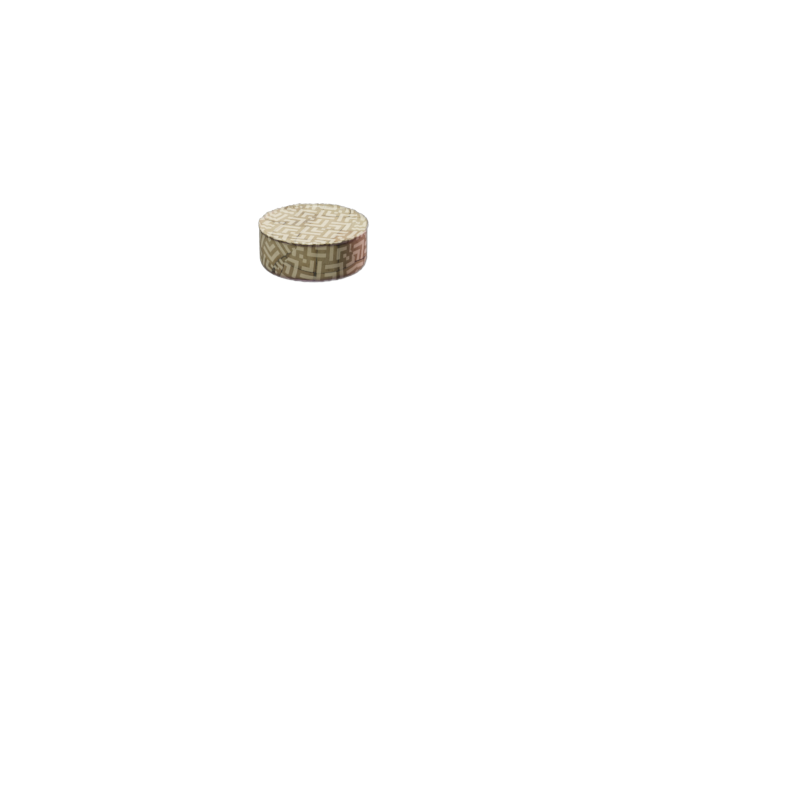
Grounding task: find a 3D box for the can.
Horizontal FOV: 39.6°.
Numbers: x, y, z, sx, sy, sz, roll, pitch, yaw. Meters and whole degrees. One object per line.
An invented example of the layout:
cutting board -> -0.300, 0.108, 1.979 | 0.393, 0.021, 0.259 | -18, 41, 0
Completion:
can -> -0.068, -0.123, 0.864 | 0.086, 0.032, 0.091 | -1, 28, -2
